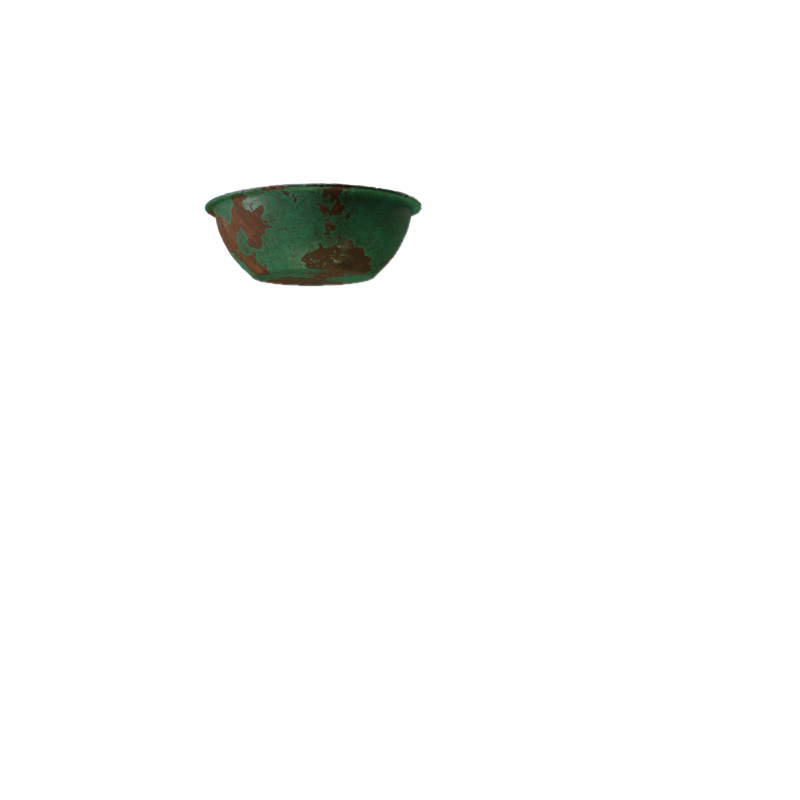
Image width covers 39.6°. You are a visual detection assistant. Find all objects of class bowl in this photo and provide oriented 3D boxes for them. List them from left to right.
[{"bbox_3d":[-0.064,-0.118,0.823,0.162,0.056,0.160,0,-3,-2],"label":"bowl"}]
